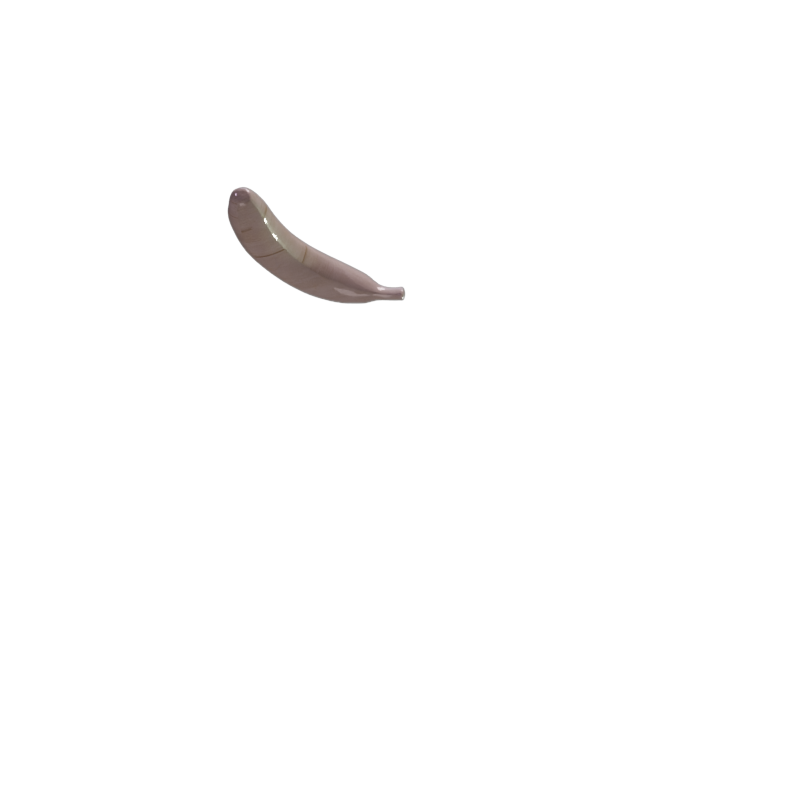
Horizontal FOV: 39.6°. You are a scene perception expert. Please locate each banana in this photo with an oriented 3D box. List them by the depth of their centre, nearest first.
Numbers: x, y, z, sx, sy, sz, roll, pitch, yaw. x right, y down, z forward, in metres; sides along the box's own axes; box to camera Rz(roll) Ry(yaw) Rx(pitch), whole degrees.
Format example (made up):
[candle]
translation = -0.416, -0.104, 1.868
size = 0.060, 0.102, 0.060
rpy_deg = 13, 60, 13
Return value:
[banana]
translation = -0.082, -0.122, 0.911
size = 0.070, 0.039, 0.185
rpy_deg = -23, -35, 37
